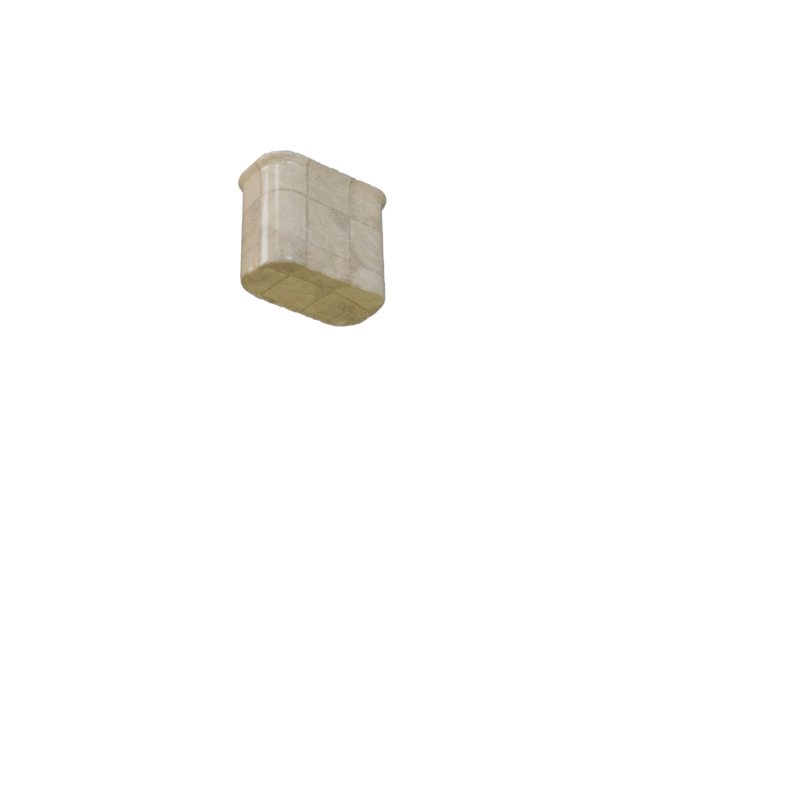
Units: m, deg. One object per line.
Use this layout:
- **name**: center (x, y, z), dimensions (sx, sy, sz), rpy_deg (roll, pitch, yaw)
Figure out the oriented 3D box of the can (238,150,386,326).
- **can**: center (-0.057, -0.105, 0.732), dimensions (0.096, 0.089, 0.057), rpy_deg (19, -36, -33)
